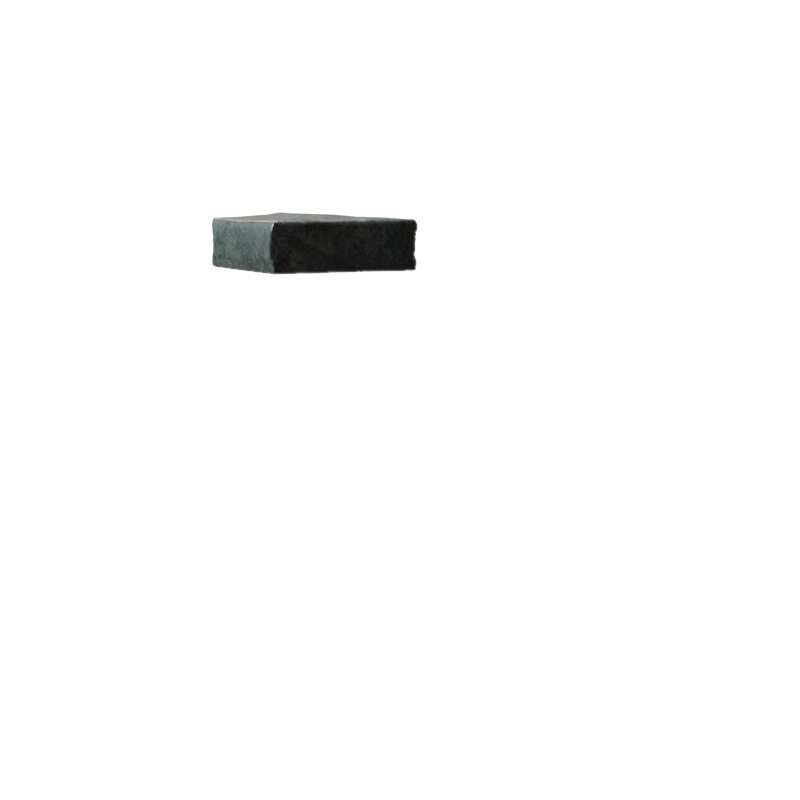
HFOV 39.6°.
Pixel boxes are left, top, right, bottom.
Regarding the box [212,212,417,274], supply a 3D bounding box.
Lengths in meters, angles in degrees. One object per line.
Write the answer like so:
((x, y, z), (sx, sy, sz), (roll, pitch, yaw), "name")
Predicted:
((-0.047, -0.085, 0.599), (0.087, 0.030, 0.077), (-6, 12, -32), "box")
